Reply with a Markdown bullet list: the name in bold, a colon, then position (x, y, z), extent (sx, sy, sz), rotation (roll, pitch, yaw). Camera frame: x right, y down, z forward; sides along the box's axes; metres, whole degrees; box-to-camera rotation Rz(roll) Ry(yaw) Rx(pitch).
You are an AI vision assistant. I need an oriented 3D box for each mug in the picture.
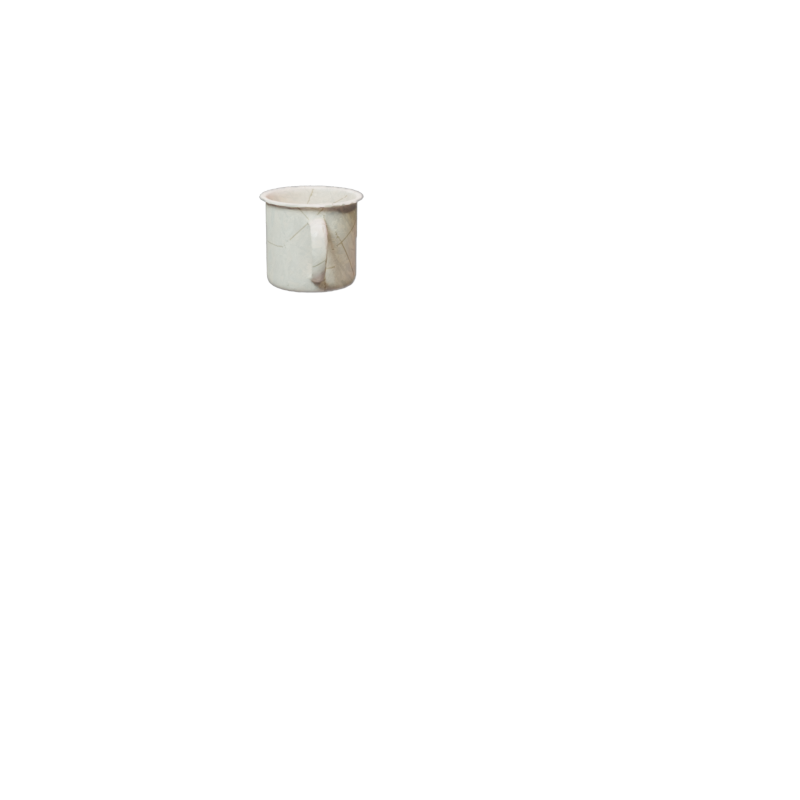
- **mug**: position (-0.077, -0.141, 0.987), extent (0.092, 0.079, 0.123), rotation (-3, 19, -11)
